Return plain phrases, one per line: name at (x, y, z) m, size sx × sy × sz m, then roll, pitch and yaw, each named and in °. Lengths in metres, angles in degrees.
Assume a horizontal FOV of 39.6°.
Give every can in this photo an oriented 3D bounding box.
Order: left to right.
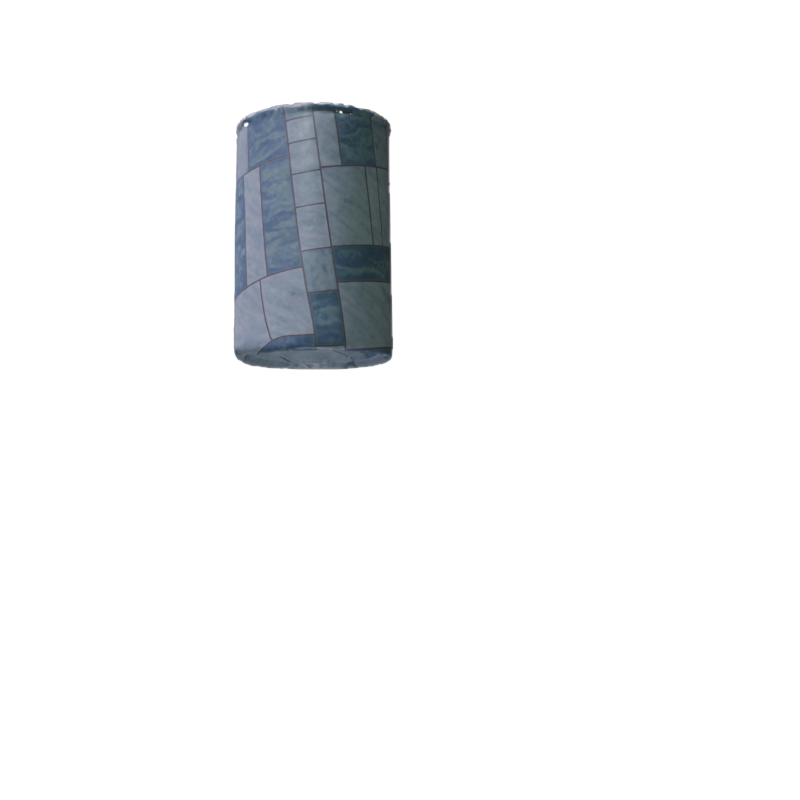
can at (-0.037, -0.068, 0.474) m, size 0.068 × 0.105 × 0.067 m, roll 0°, pitch -11°, yaw -2°
